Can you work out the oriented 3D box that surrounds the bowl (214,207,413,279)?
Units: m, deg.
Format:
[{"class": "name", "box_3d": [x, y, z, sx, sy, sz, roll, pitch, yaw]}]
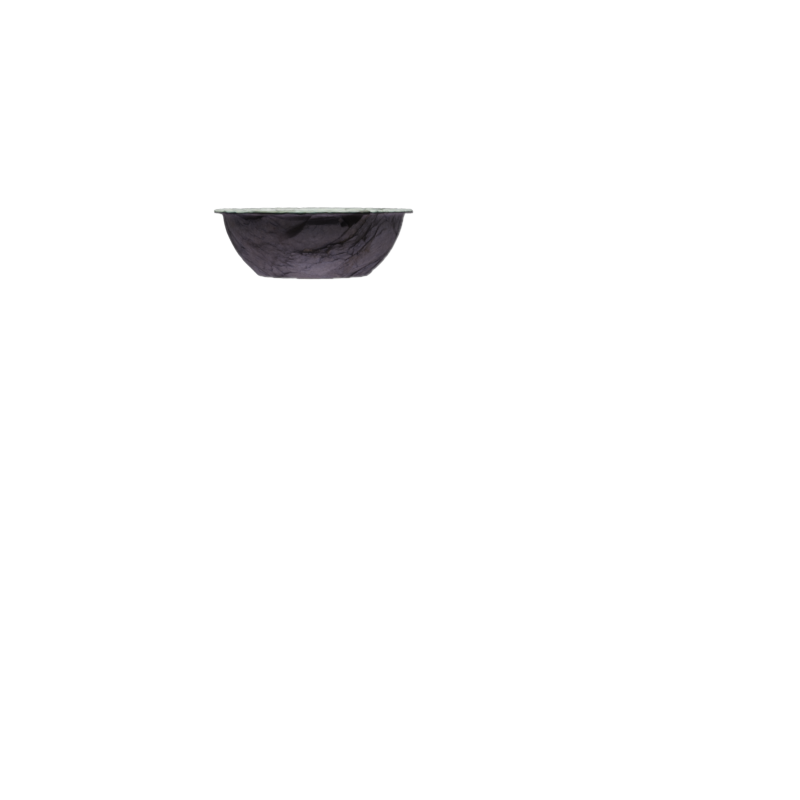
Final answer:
[{"class": "bowl", "box_3d": [-0.071, -0.129, 0.902, 0.162, 0.054, 0.165, 0, 9, -2]}]
